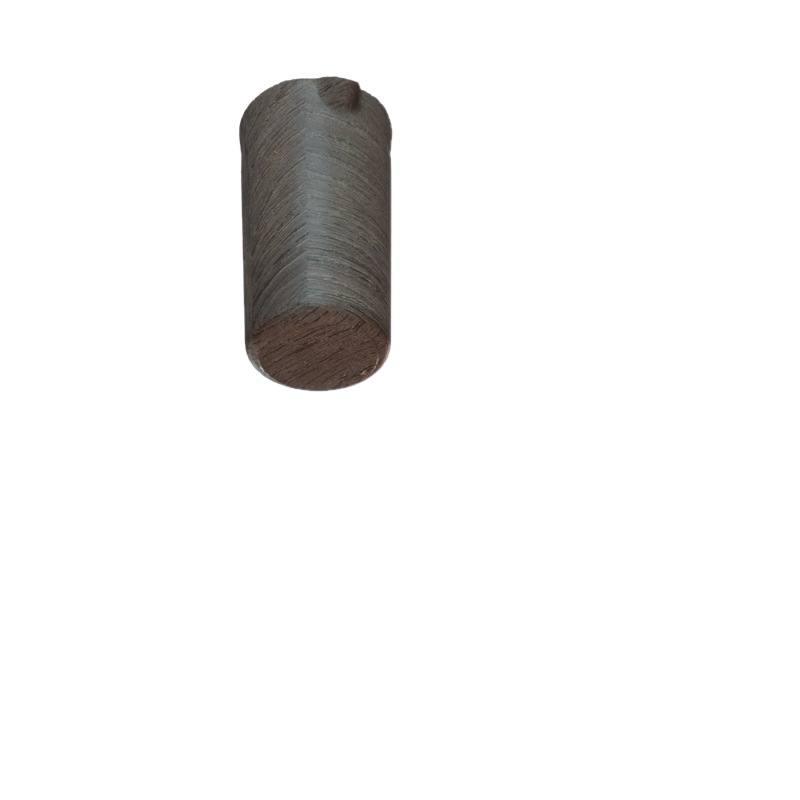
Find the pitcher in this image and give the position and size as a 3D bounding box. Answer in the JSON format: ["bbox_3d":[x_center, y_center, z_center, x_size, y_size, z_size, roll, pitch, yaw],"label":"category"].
[{"bbox_3d":[-0.070,-0.128,0.895,0.146,0.261,0.137,-17,-39,18],"label":"pitcher"}]
